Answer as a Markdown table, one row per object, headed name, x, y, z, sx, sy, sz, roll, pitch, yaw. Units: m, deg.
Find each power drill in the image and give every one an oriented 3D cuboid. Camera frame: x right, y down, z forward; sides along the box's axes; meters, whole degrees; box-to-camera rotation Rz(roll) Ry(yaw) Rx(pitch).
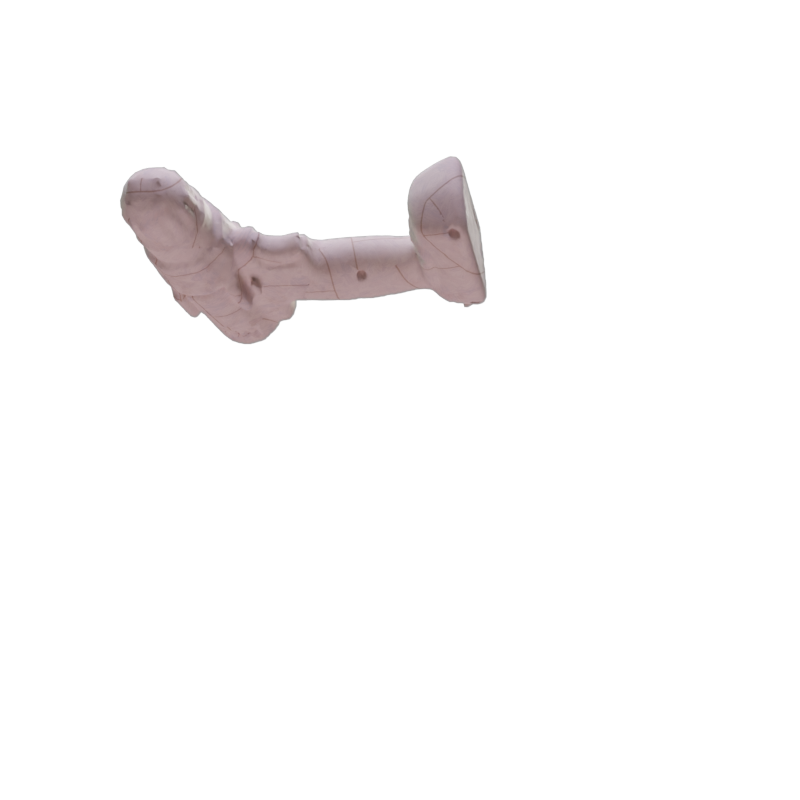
| name | x | y | z | sx | sy | sz | roll | pitch | yaw |
| --- | --- | --- | --- | --- | --- | --- | --- | --- | --- |
| power drill | -0.051 | -0.092 | 0.647 | 0.190 | 0.060 | 0.173 | -5 | -20 | 13 |
